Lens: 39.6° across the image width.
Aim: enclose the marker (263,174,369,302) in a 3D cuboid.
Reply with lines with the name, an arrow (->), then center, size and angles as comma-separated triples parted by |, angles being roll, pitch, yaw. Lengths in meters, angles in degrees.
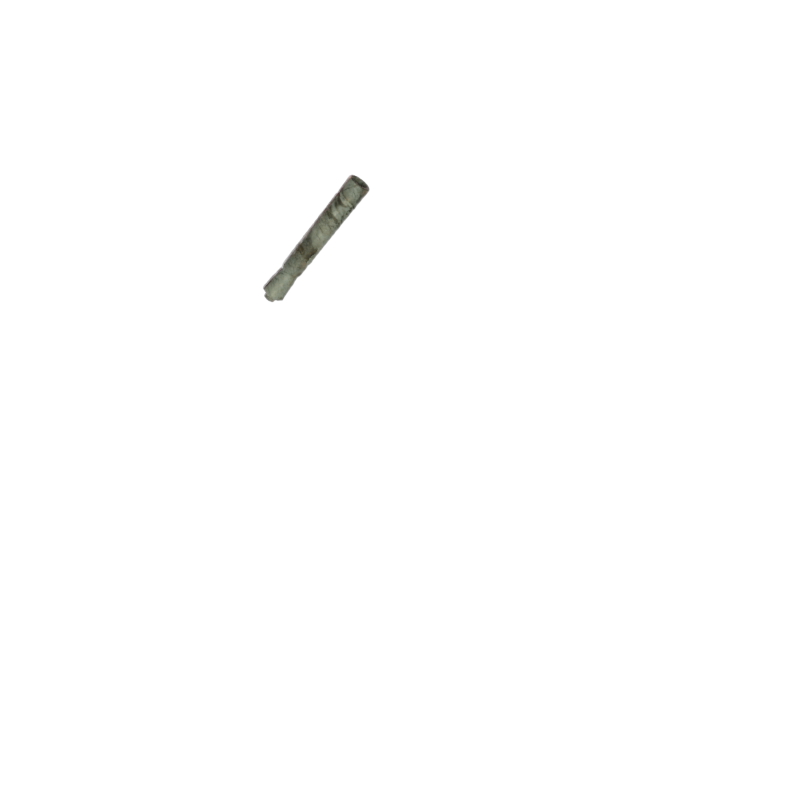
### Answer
marker -> -0.067, -0.121, 0.849 | 0.019, 0.118, 0.021 | 33, 22, -19
